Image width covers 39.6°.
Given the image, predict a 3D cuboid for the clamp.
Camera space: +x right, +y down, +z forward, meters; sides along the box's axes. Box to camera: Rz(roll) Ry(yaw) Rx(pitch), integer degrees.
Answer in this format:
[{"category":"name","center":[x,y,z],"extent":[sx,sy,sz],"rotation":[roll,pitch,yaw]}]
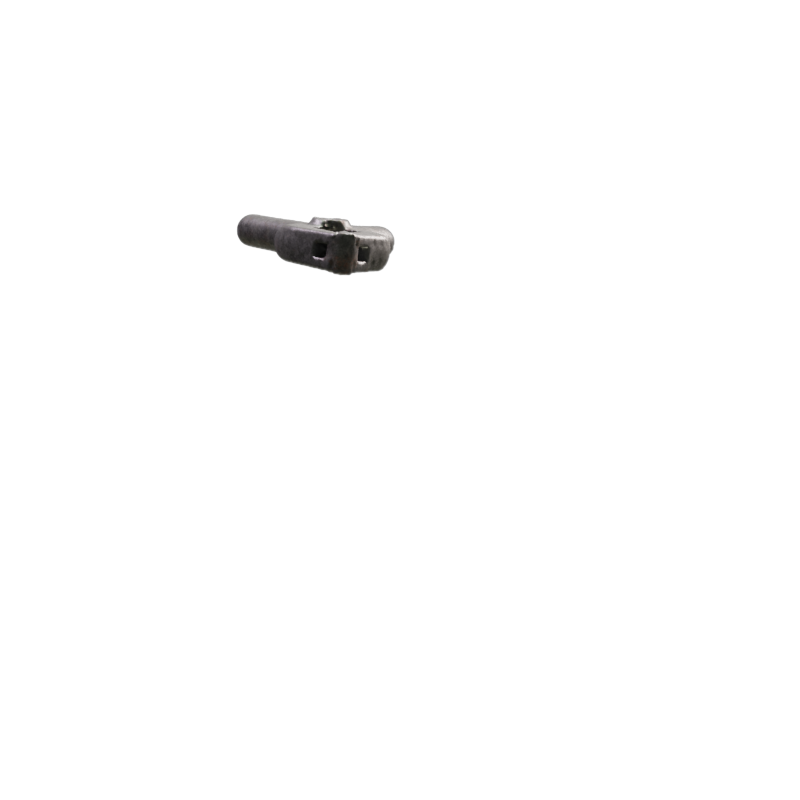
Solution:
[{"category":"clamp","center":[-0.061,-0.112,0.785],"extent":[0.120,0.039,0.174],"rotation":[0,9,-1]}]
